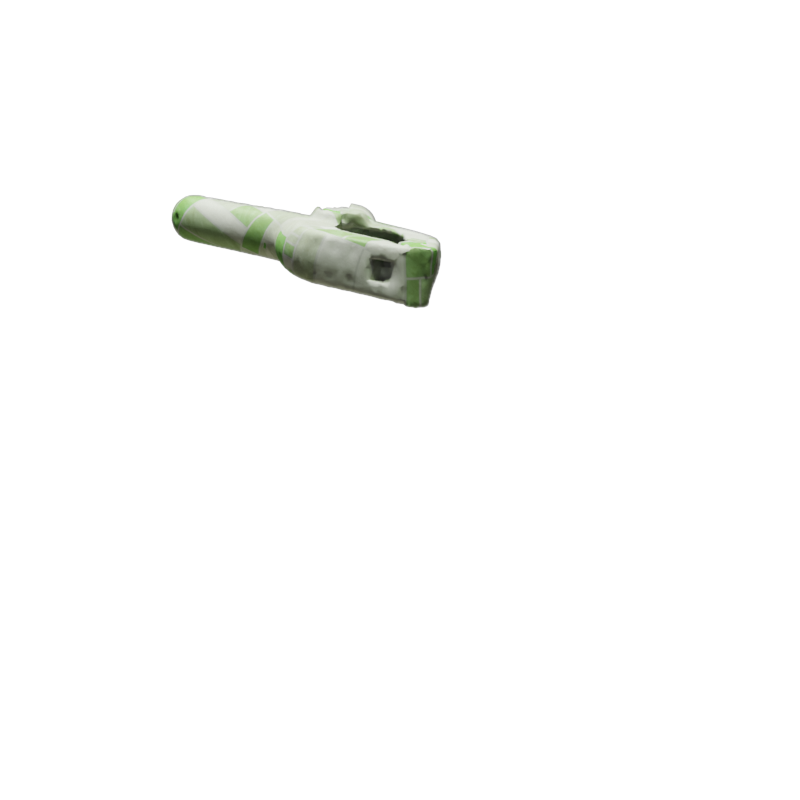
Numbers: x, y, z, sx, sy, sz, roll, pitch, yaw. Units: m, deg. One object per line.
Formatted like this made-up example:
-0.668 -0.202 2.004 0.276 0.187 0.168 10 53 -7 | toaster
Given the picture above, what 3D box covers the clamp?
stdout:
-0.043 -0.079 0.555 0.117 0.038 0.180 -5 16 -20 | clamp
